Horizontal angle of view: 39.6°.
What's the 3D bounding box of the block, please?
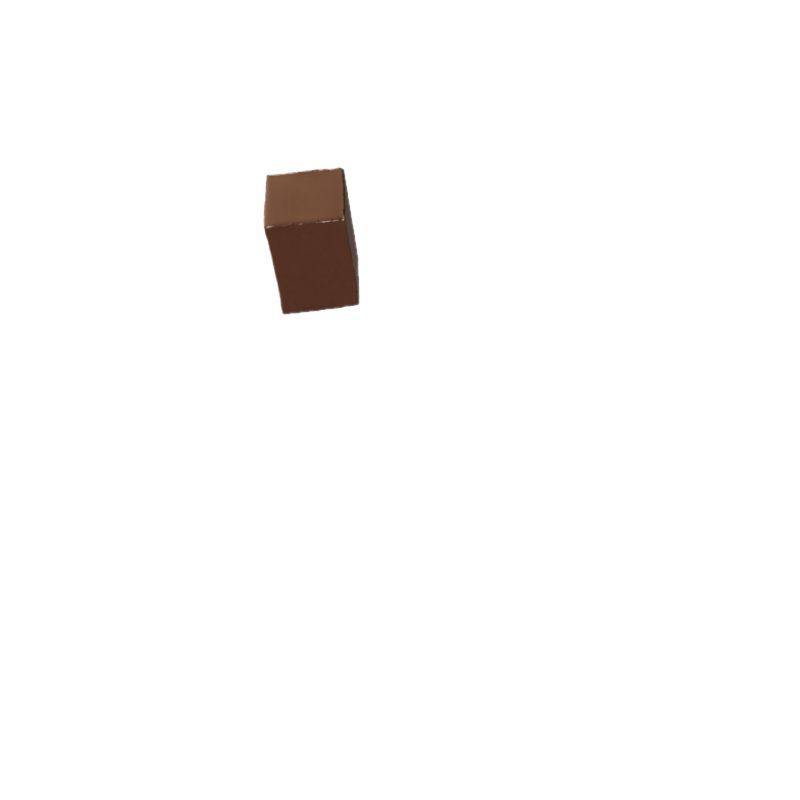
[{"bbox_3d":[-0.056,-0.102,0.716,0.053,0.072,0.055,-5,44,3],"label":"block"}]
